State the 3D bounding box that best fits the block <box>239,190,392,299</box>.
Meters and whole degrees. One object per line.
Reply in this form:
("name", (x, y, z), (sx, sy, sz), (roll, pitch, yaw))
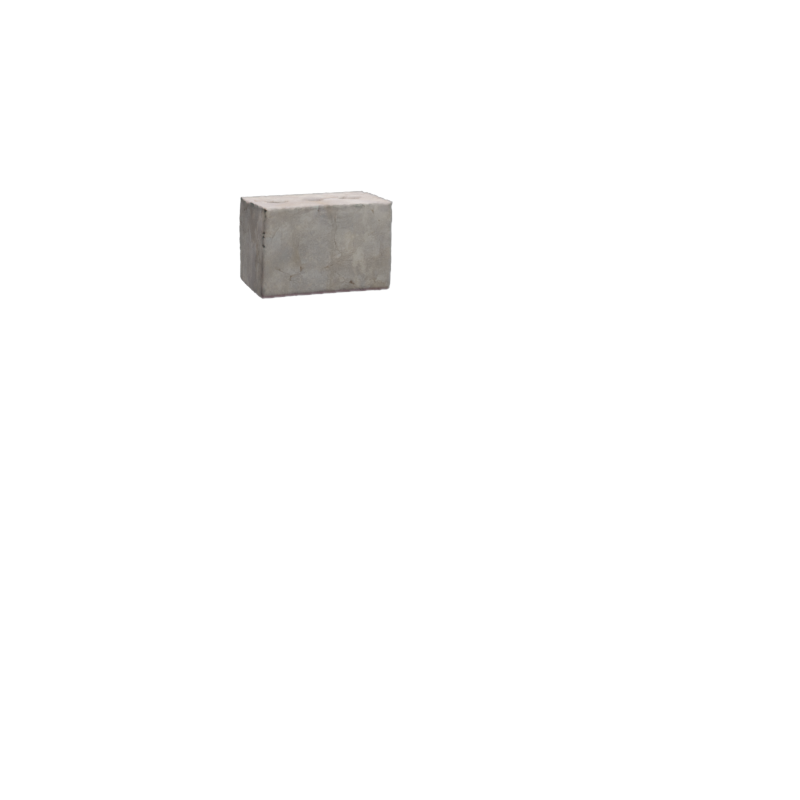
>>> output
("block", (-0.050, -0.091, 0.638), (0.076, 0.050, 0.056), (-6, 16, -20))
